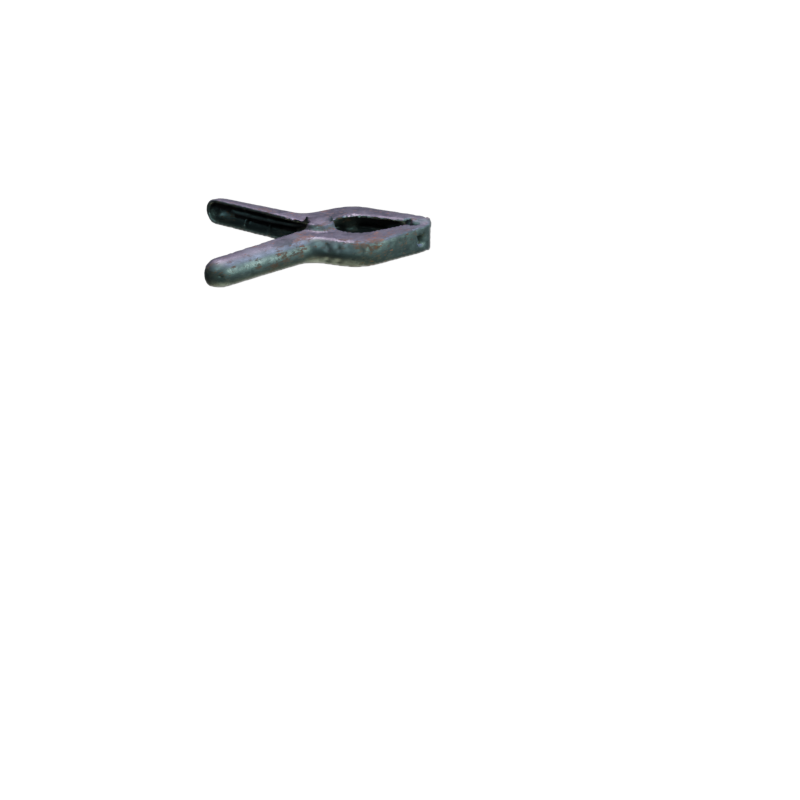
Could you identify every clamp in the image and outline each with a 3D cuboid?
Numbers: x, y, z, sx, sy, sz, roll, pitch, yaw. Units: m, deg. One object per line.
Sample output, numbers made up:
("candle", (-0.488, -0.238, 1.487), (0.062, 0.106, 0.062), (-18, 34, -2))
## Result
("clamp", (-0.077, -0.141, 0.984), (0.210, 0.034, 0.174), (1, 30, 1))
